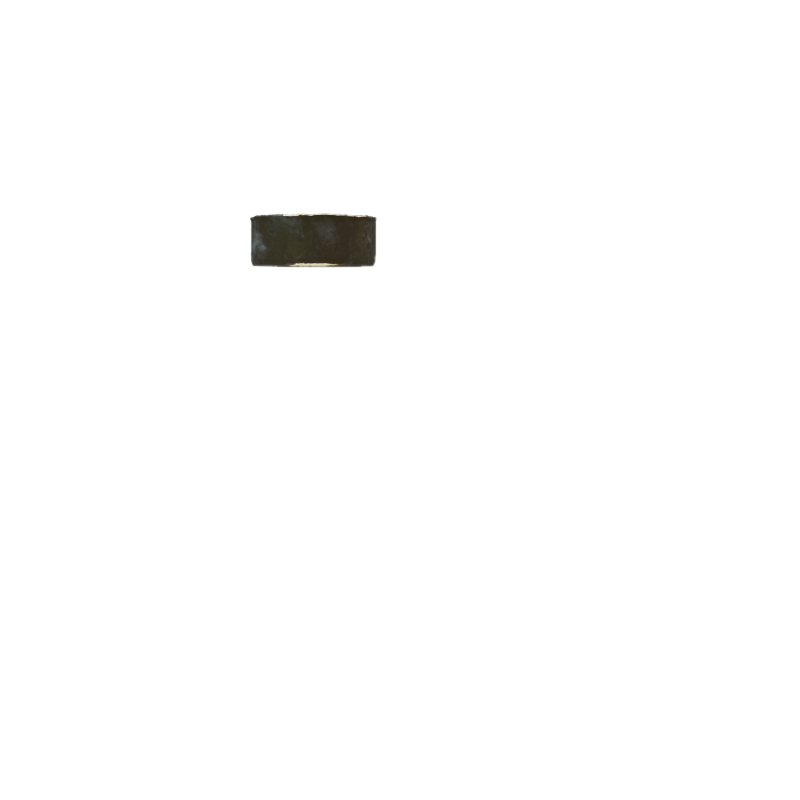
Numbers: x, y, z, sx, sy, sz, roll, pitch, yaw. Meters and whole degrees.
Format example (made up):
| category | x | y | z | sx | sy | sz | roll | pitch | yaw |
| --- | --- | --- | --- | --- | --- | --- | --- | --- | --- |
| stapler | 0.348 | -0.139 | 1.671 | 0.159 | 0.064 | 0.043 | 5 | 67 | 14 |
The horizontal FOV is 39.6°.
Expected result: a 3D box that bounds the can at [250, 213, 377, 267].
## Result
| category | x | y | z | sx | sy | sz | roll | pitch | yaw |
| --- | --- | --- | --- | --- | --- | --- | --- | --- | --- |
| can | -0.059 | -0.107 | 0.749 | 0.086 | 0.033 | 0.086 | 0 | 5 | -2 |
